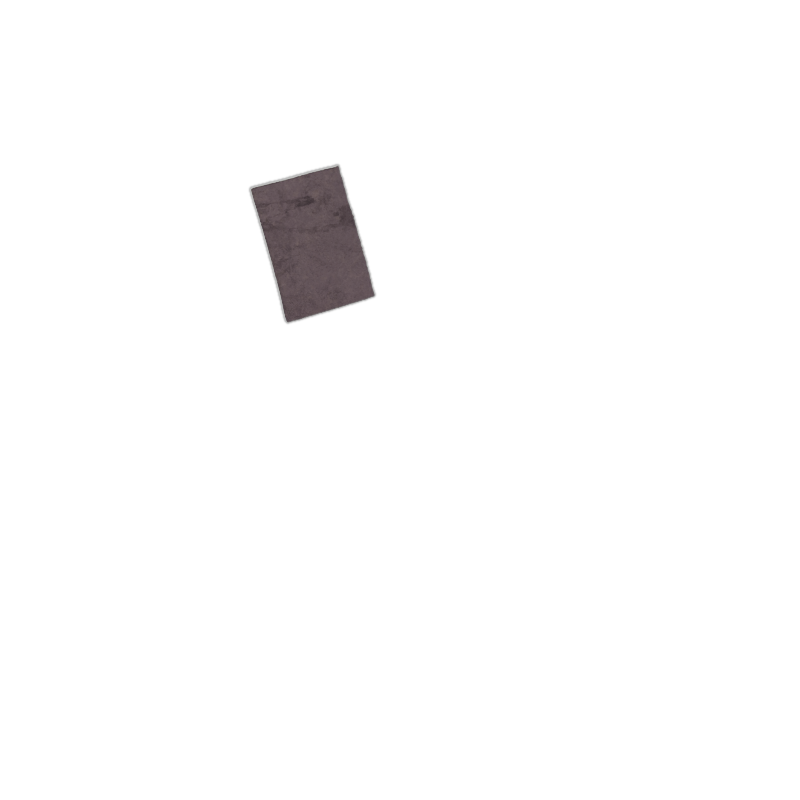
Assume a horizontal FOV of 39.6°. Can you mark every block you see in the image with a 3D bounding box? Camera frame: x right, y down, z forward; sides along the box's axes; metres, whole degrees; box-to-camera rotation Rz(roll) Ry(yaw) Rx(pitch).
[{"bbox_3d":[-0.049,-0.090,0.628,0.053,0.077,0.052,-15,4,-1],"label":"block"}]
